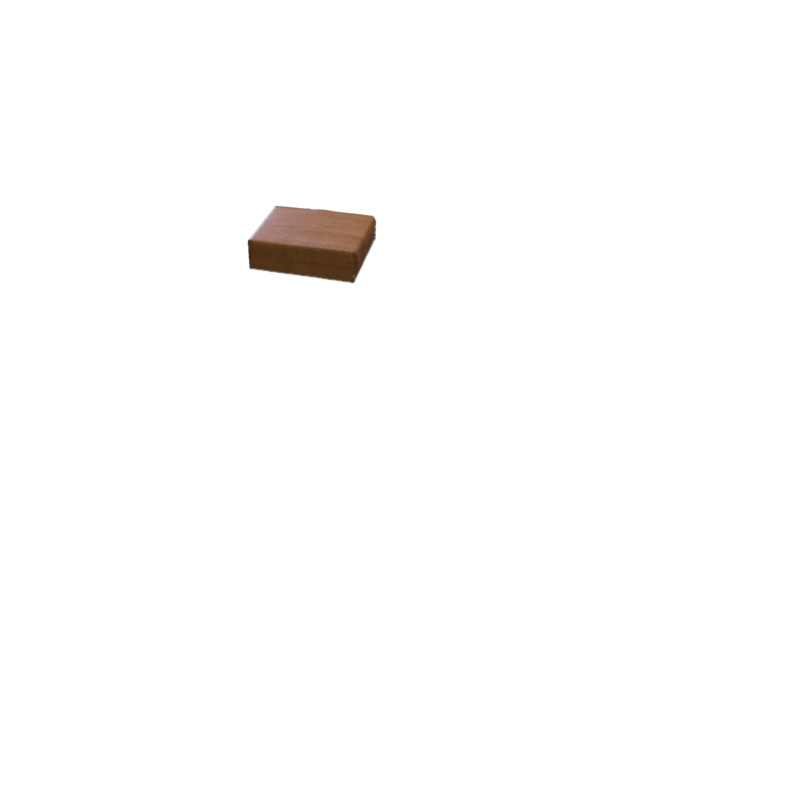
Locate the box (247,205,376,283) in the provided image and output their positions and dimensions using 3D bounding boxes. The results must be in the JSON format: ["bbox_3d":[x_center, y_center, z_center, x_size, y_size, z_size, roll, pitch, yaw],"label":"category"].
[{"bbox_3d":[-0.070,-0.128,0.895,0.091,0.028,0.076,7,31,12],"label":"box"}]
